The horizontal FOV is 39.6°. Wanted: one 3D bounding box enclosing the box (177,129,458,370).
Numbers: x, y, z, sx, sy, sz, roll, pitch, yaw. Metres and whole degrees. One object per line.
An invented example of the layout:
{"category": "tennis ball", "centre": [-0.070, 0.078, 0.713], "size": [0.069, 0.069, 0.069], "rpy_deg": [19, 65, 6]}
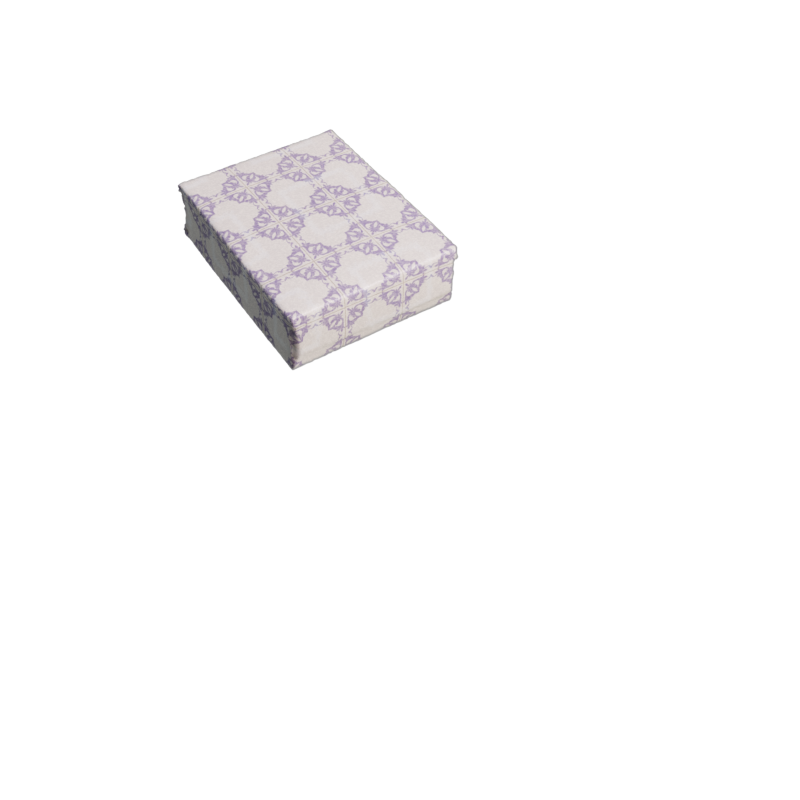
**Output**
{"category": "box", "centre": [-0.042, -0.076, 0.532], "size": [0.089, 0.036, 0.122], "rpy_deg": [-24, 49, -24]}
